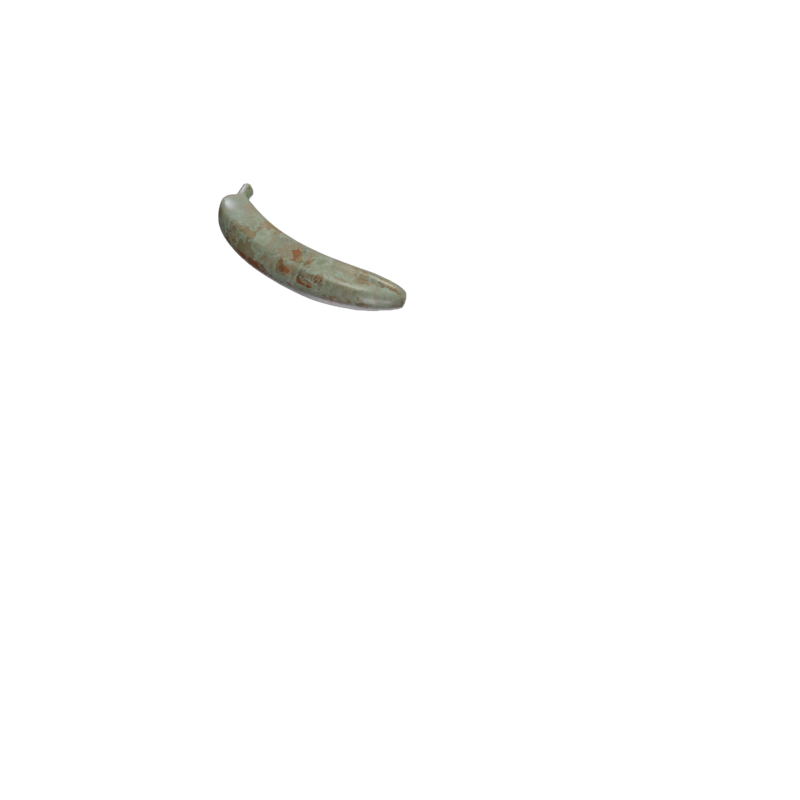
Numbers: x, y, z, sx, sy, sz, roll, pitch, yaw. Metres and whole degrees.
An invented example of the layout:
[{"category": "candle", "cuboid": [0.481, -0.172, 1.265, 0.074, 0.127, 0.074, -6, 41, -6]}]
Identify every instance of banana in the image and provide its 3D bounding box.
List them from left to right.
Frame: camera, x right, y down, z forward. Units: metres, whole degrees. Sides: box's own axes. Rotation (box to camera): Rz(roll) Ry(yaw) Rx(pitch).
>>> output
[{"category": "banana", "cuboid": [-0.085, -0.120, 0.883, 0.070, 0.034, 0.211, -33, 55, -28]}]
